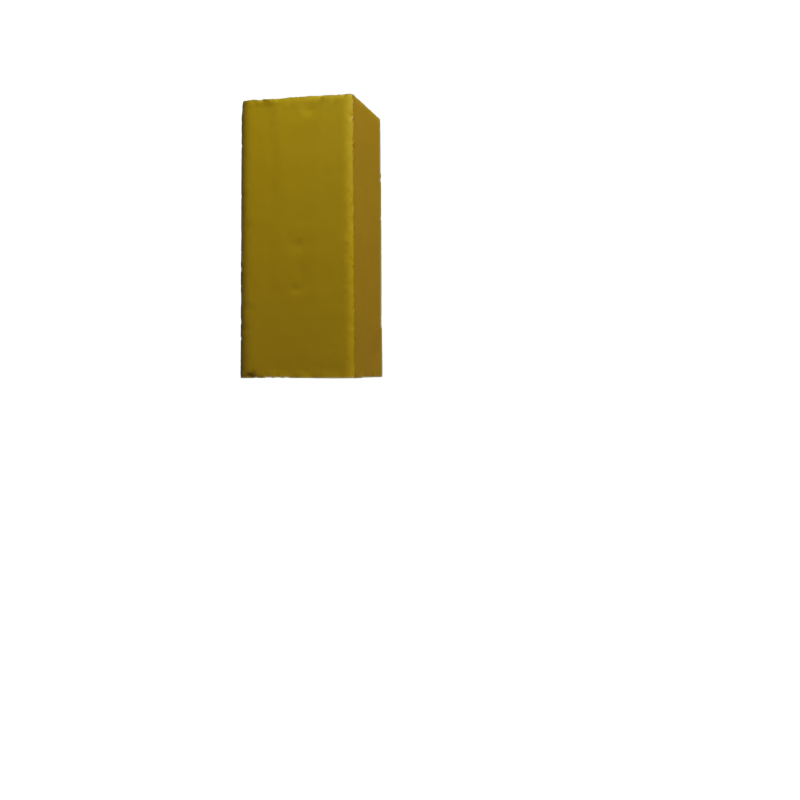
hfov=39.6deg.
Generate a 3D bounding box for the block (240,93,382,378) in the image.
[{"bbox_3d":[-0.067,-0.121,0.848,0.092,0.209,0.088,-2,-5,14],"label":"block"}]
